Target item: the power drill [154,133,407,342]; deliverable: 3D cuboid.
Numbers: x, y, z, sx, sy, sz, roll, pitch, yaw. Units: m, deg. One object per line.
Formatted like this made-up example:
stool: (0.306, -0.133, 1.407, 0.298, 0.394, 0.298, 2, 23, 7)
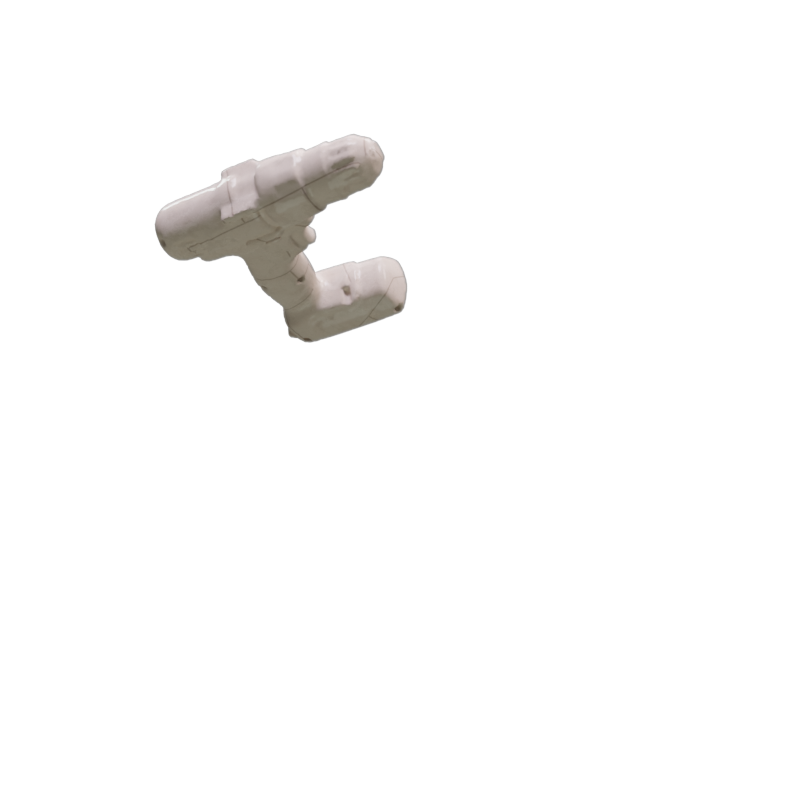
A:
power drill: (-0.067, -0.122, 0.855, 0.186, 0.061, 0.173, -15, -34, 23)
